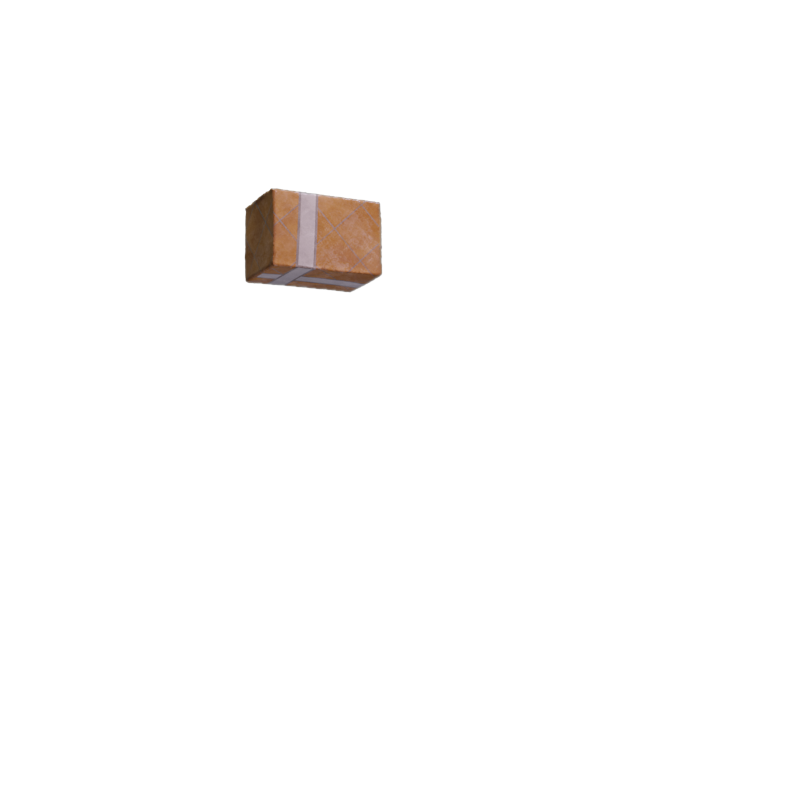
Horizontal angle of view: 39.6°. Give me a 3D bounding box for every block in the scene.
[{"bbox_3d":[-0.057,-0.103,0.723,0.075,0.053,0.053,4,-12,-25],"label":"block"}]
